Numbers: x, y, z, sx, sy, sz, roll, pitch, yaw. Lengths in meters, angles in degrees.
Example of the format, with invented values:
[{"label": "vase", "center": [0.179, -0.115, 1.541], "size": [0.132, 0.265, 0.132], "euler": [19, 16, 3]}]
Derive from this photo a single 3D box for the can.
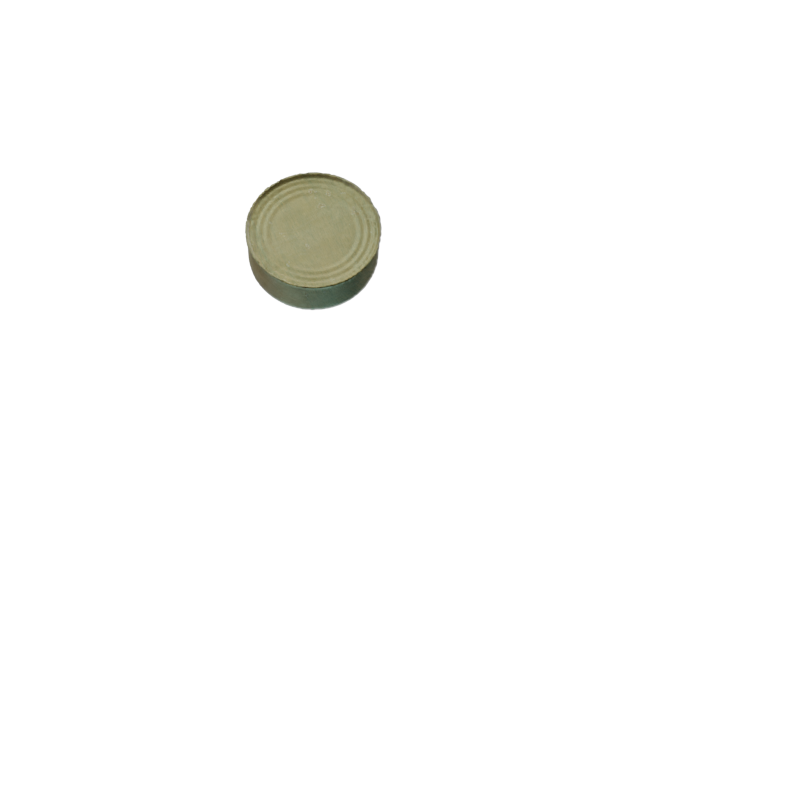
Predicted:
[{"label": "can", "center": [-0.056, -0.101, 0.710], "size": [0.086, 0.091, 0.032], "euler": [-1, -29, -1]}]
